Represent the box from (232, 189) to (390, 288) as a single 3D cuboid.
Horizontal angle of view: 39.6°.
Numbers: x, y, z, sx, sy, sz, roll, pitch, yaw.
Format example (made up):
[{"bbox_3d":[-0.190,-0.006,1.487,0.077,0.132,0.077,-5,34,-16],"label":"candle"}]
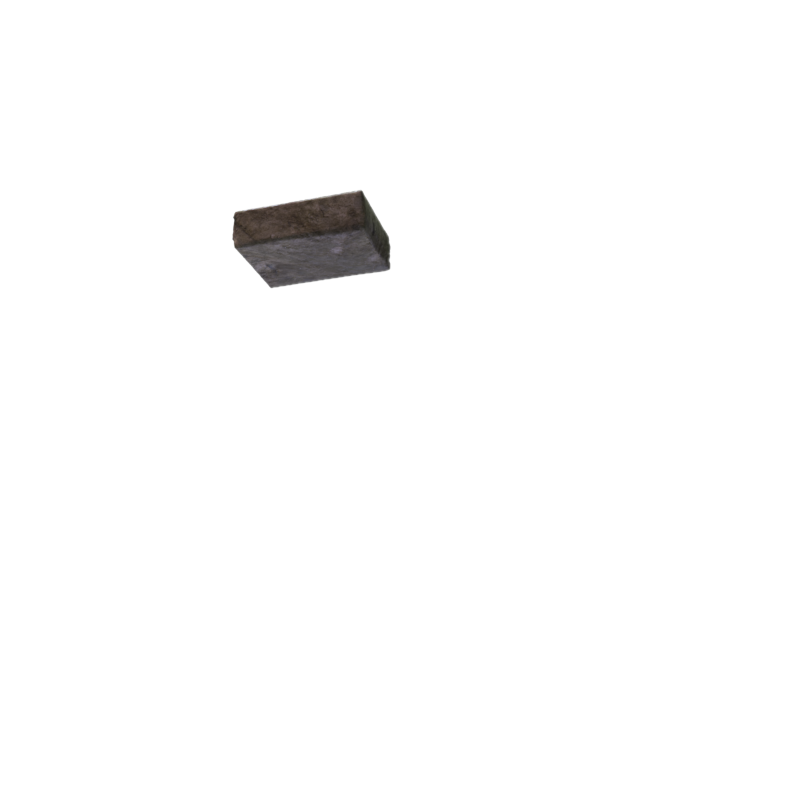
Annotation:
[{"bbox_3d":[-0.073,-0.133,0.929,0.115,0.041,0.084,-5,-19,15],"label":"box"}]
